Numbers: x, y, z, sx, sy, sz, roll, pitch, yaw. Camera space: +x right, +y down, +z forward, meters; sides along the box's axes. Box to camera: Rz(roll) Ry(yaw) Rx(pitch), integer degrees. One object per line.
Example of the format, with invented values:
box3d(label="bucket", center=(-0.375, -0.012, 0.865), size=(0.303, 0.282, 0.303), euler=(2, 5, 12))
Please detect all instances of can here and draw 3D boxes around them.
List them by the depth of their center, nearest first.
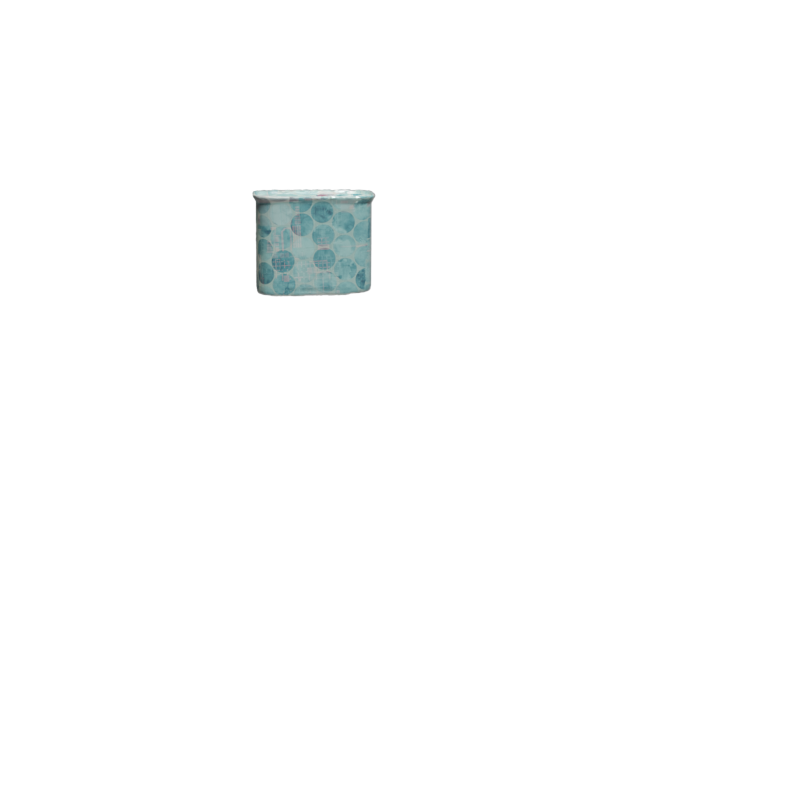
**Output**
box3d(label="can", center=(-0.073, -0.133, 0.934), size=(0.101, 0.082, 0.059), euler=(-1, 11, -6))
